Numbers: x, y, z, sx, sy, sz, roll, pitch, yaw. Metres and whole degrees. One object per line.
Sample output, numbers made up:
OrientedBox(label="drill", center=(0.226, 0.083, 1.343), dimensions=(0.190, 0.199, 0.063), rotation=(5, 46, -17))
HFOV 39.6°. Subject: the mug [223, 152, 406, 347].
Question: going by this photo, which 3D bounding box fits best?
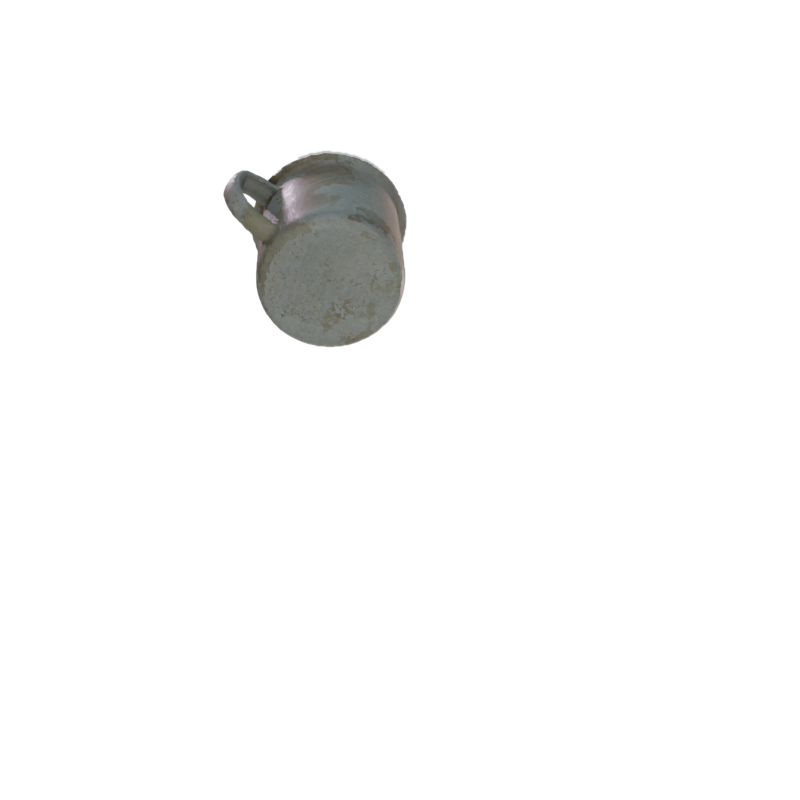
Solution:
OrientedBox(label="mug", center=(-0.049, -0.090, 0.628), dimensions=(0.112, 0.092, 0.086), rotation=(35, 22, -19))
